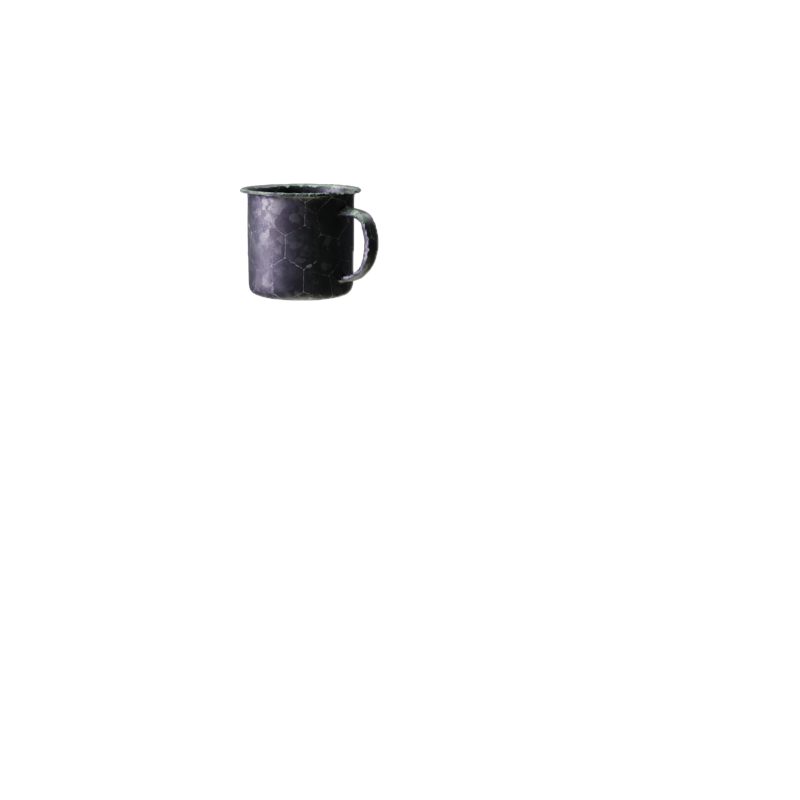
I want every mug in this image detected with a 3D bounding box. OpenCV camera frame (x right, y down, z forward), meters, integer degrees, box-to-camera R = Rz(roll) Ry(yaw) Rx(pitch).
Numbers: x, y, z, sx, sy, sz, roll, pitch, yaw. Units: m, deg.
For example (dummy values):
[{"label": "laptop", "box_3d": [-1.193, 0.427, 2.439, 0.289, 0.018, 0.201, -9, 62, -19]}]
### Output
[{"label": "mug", "box_3d": [-0.066, -0.121, 0.848, 0.122, 0.080, 0.091, 9, 15, 33]}]
